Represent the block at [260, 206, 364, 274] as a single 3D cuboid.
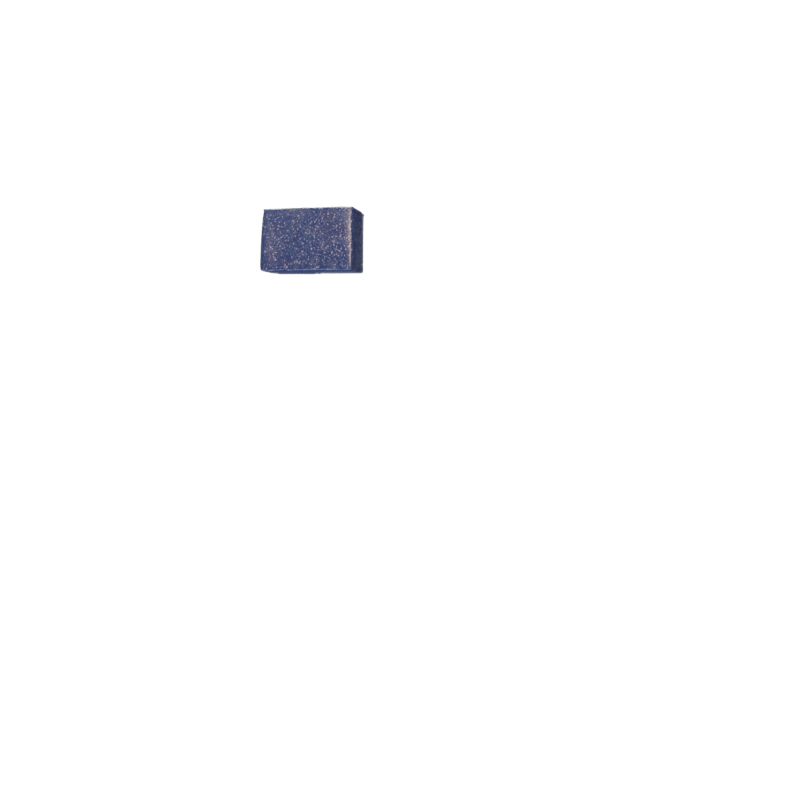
[{"bbox_3d":[-0.072,-0.132,0.924,0.079,0.052,0.052,0,-1,12],"label":"block"}]
